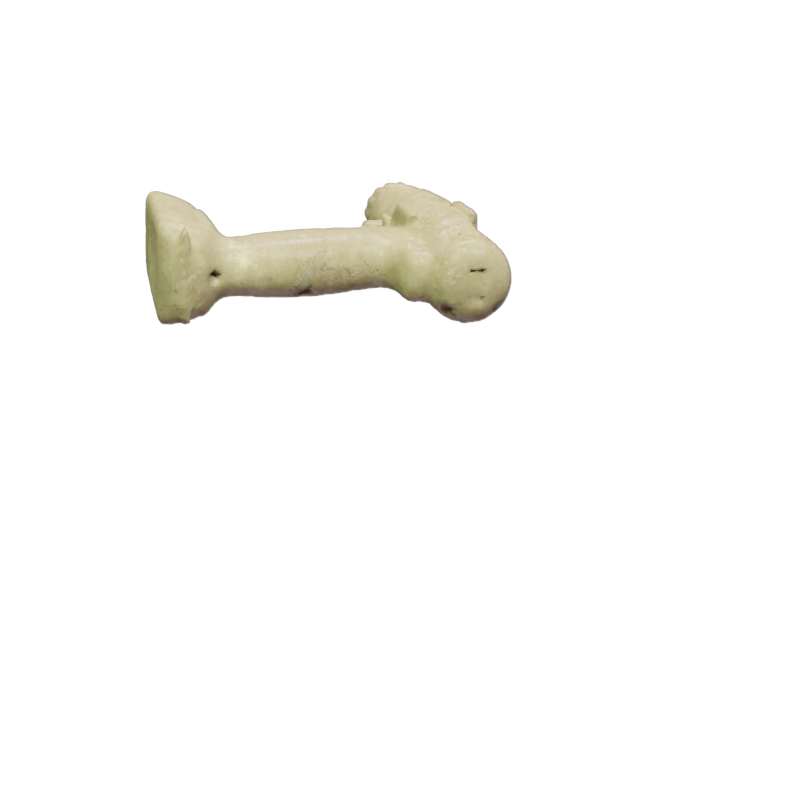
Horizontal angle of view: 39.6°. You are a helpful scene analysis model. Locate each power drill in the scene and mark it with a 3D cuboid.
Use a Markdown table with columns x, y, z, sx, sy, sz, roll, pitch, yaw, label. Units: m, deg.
| x | y | z | sx | sy | sz | roll | pitch | yaw | label |
| --- | --- | --- | --- | --- | --- | --- | --- | --- | --- |
| -0.050 | -0.090 | 0.632 | 0.185 | 0.055 | 0.194 | -4 | 21 | -12 | power drill |
